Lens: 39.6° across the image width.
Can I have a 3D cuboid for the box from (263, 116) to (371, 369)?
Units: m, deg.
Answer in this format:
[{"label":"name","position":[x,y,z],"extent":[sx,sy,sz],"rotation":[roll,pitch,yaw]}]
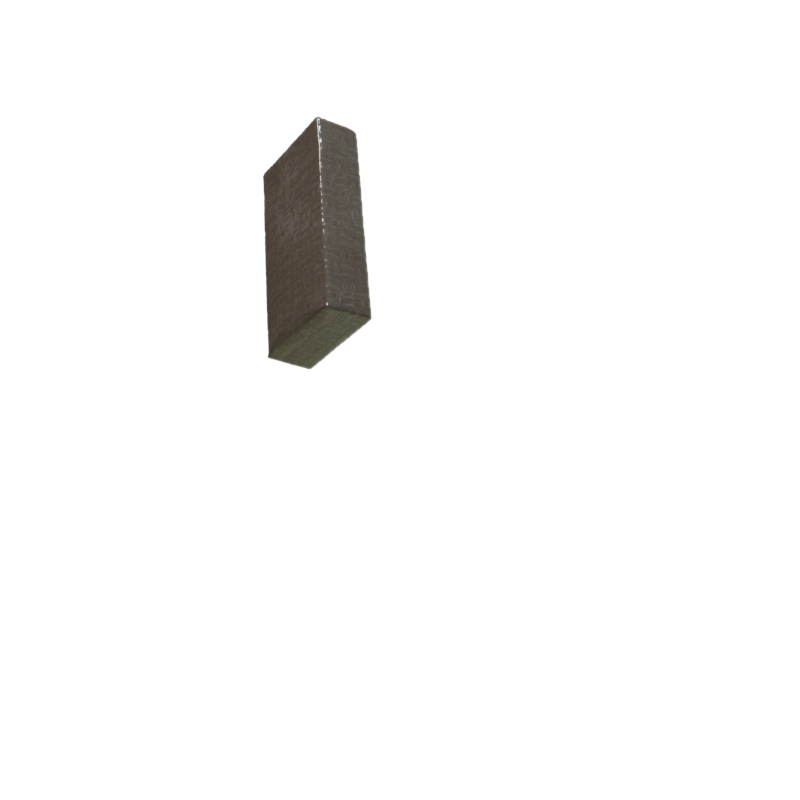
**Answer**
[{"label":"box","position":[-0.068,-0.124,0.868],"extent":[0.046,0.188,0.092],"rotation":[18,-36,-30]}]
